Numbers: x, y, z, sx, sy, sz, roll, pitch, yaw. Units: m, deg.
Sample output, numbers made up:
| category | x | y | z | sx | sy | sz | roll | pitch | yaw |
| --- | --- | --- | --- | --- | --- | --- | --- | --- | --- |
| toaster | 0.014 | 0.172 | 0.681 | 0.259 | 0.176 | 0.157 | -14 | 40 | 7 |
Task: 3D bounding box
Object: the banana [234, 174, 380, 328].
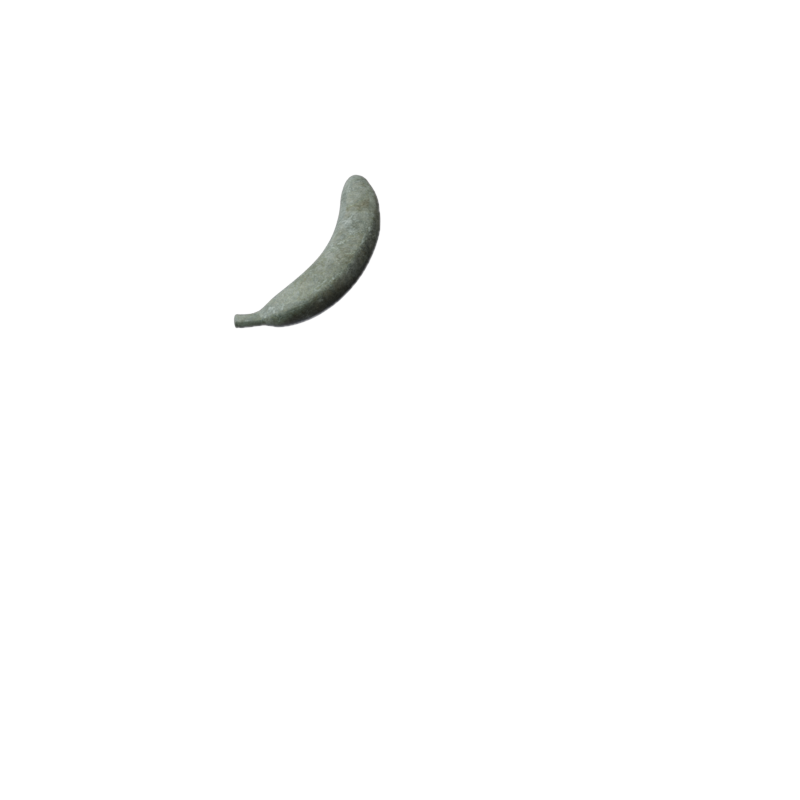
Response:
| category | x | y | z | sx | sy | sz | roll | pitch | yaw |
| --- | --- | --- | --- | --- | --- | --- | --- | --- | --- |
| banana | -0.058 | -0.122 | 0.917 | 0.072 | 0.034 | 0.204 | 22 | 52 | 17 |
